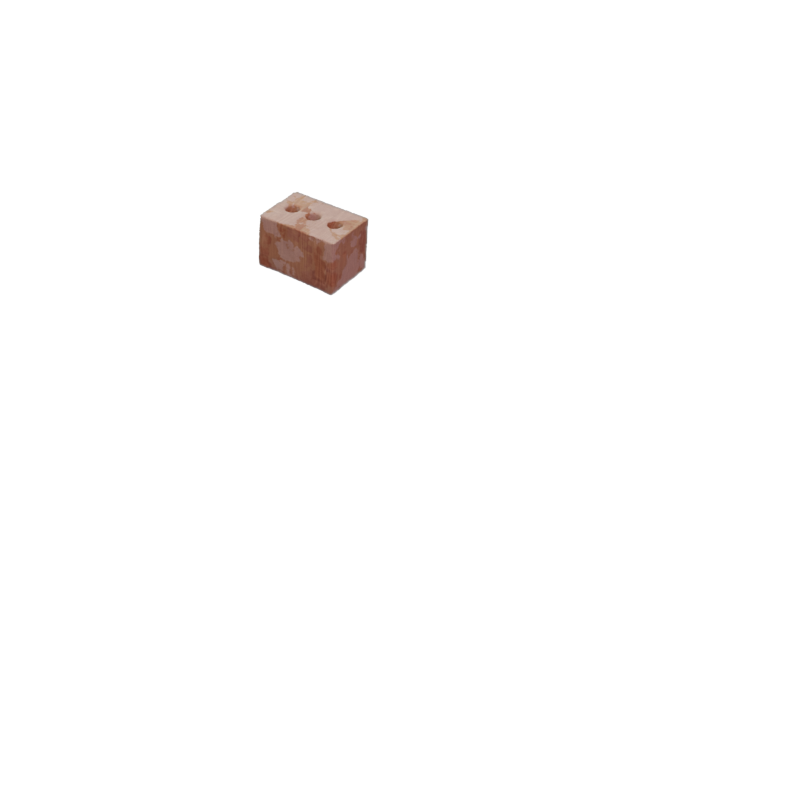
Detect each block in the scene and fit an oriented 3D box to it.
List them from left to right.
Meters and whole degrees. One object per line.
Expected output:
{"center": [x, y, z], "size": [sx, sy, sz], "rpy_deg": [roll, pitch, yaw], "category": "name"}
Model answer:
{"center": [-0.073, -0.132, 0.927], "size": [0.082, 0.048, 0.053], "rpy_deg": [23, 42, 27], "category": "block"}
